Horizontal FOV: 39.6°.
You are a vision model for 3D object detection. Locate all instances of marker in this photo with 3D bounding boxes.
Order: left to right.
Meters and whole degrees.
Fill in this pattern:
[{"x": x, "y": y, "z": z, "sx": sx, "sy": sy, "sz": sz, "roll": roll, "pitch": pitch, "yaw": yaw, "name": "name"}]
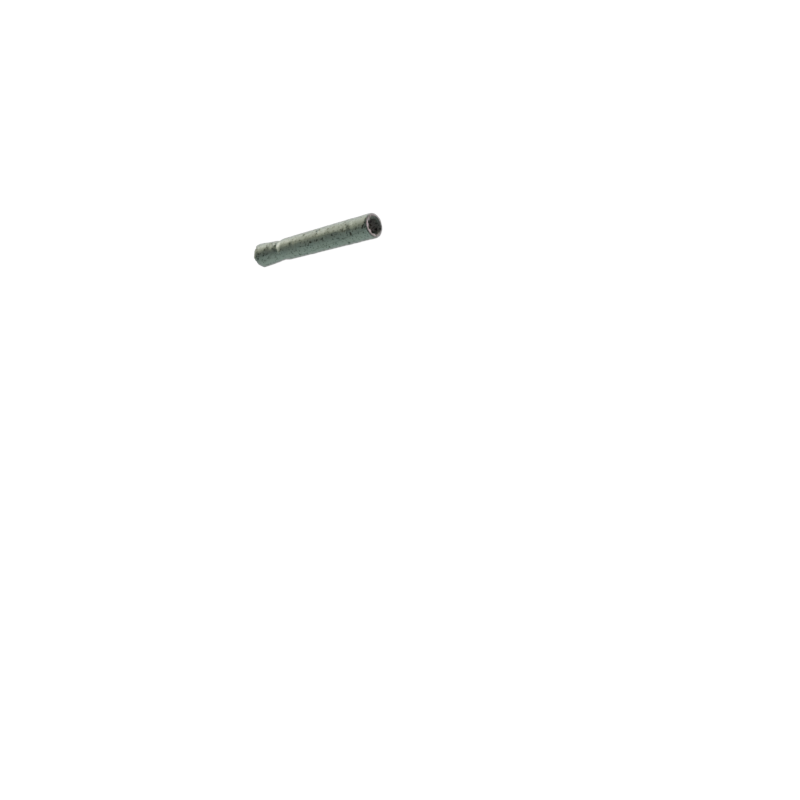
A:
[{"x": -0.065, "y": -0.119, "z": 0.832, "sx": 0.124, "sy": 0.020, "sz": 0.019, "roll": -8, "pitch": -2, "yaw": 40, "name": "marker"}]
